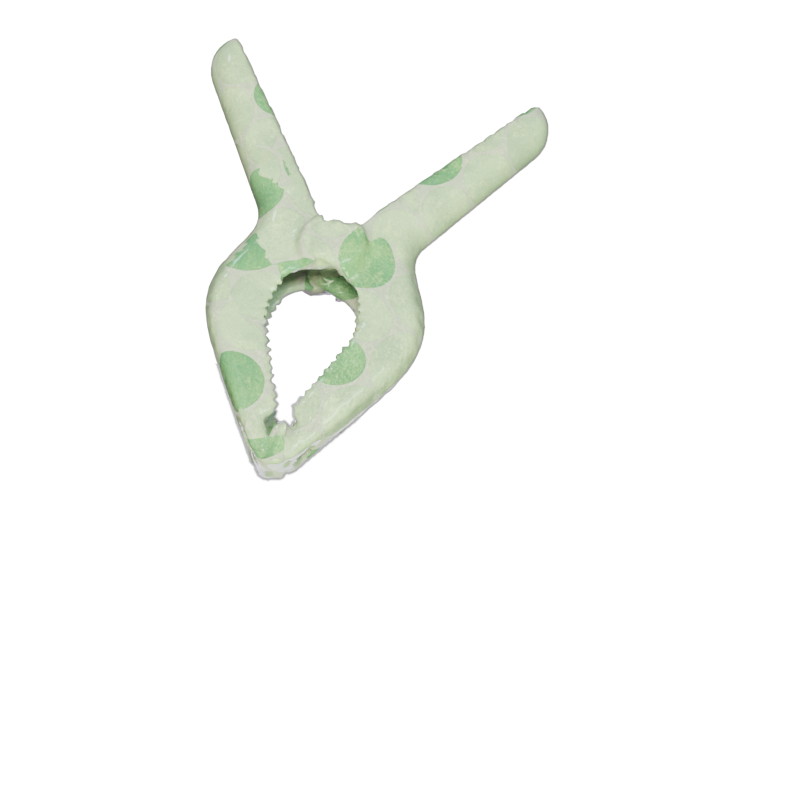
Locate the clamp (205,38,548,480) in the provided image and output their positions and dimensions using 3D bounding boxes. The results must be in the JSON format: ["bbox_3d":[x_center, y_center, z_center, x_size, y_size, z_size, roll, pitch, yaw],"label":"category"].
[{"bbox_3d":[-0.039,-0.071,0.497,0.168,0.218,0.034,18,-25,9],"label":"clamp"}]
